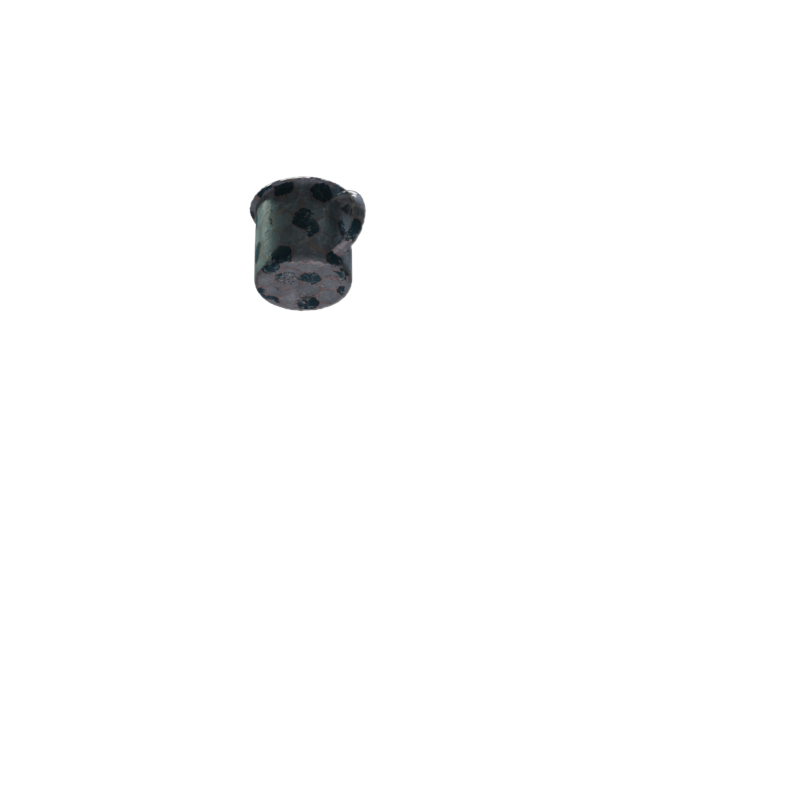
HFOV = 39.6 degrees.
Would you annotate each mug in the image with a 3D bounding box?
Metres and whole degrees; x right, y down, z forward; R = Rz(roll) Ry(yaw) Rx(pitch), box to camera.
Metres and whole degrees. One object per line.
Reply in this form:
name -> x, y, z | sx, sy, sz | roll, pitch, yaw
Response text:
mug -> -0.073, -0.133, 0.928 | 0.117, 0.087, 0.087 | -26, -39, 35
